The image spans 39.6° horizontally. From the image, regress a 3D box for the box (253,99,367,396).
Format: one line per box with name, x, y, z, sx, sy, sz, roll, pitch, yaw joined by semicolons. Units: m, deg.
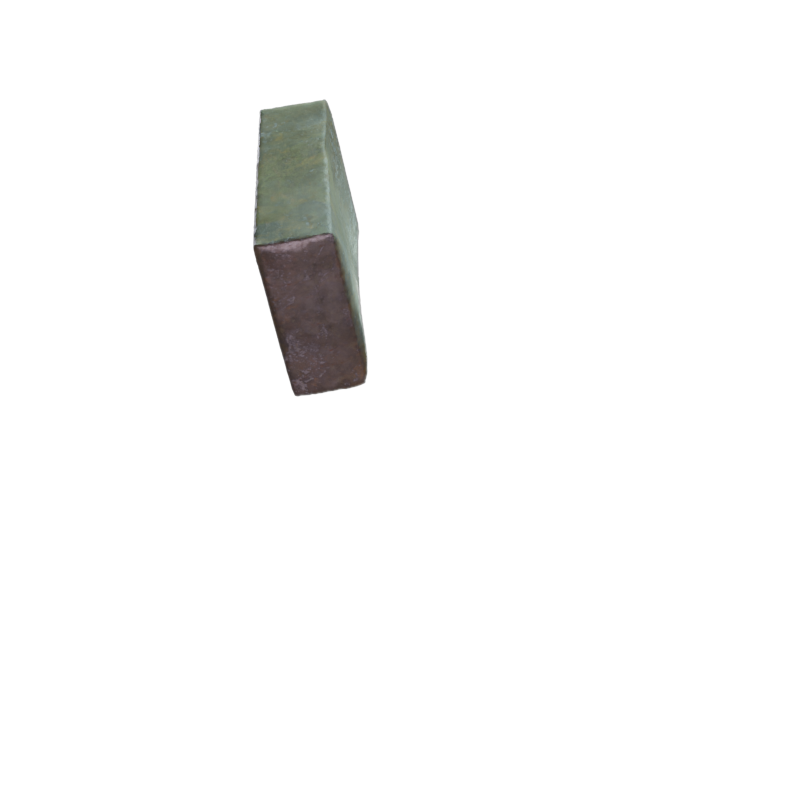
box;-0.075;-0.138;0.964;0.072;0.152;0.229;-9;40;4
